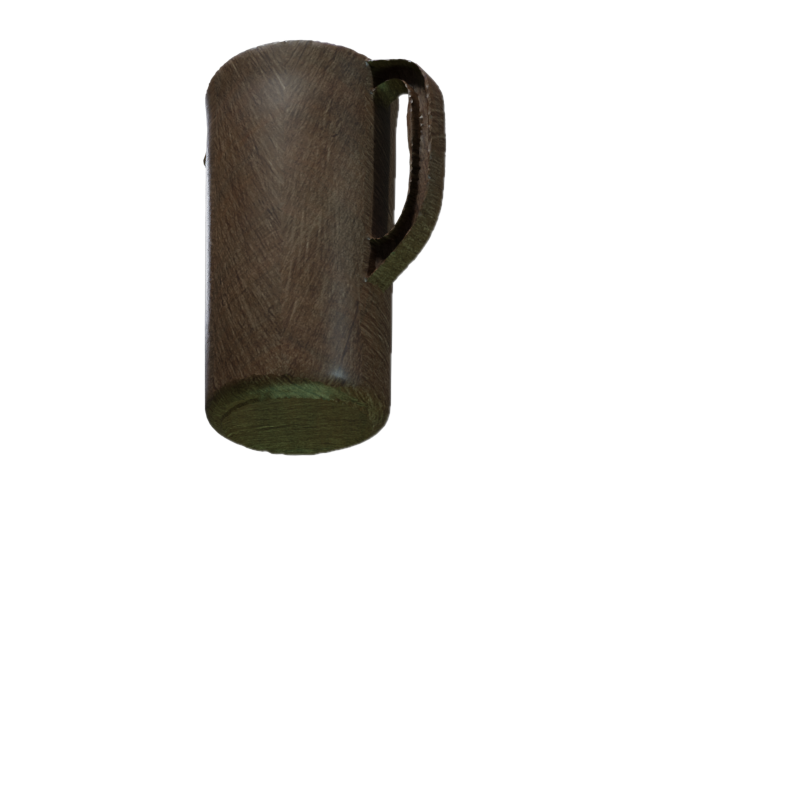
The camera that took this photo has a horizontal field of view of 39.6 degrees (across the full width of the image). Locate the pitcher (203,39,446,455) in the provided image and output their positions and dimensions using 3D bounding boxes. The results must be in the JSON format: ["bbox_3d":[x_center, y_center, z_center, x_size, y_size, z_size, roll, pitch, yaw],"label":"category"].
[{"bbox_3d":[-0.054,-0.099,0.693,0.143,0.258,0.142,4,-29,-11],"label":"pitcher"}]
